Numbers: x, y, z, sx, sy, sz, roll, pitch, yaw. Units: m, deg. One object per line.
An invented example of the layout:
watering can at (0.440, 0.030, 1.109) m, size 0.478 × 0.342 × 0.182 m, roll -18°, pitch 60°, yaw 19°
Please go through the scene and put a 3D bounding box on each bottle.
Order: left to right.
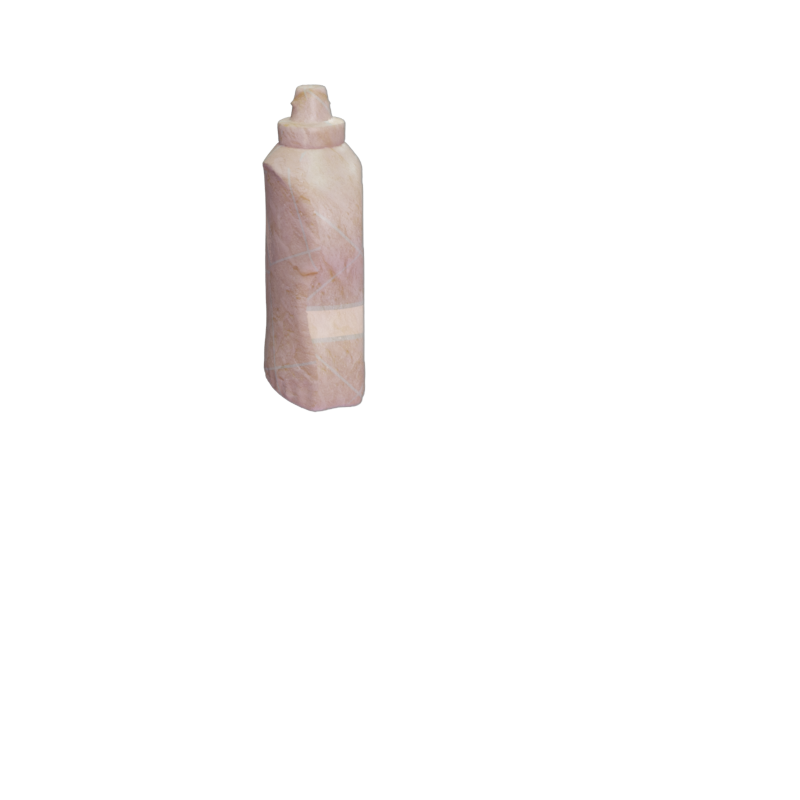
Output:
bottle at (-0.054, -0.097, 0.682) m, size 0.057 × 0.184 × 0.102 m, roll -5°, pitch 20°, yaw -20°
